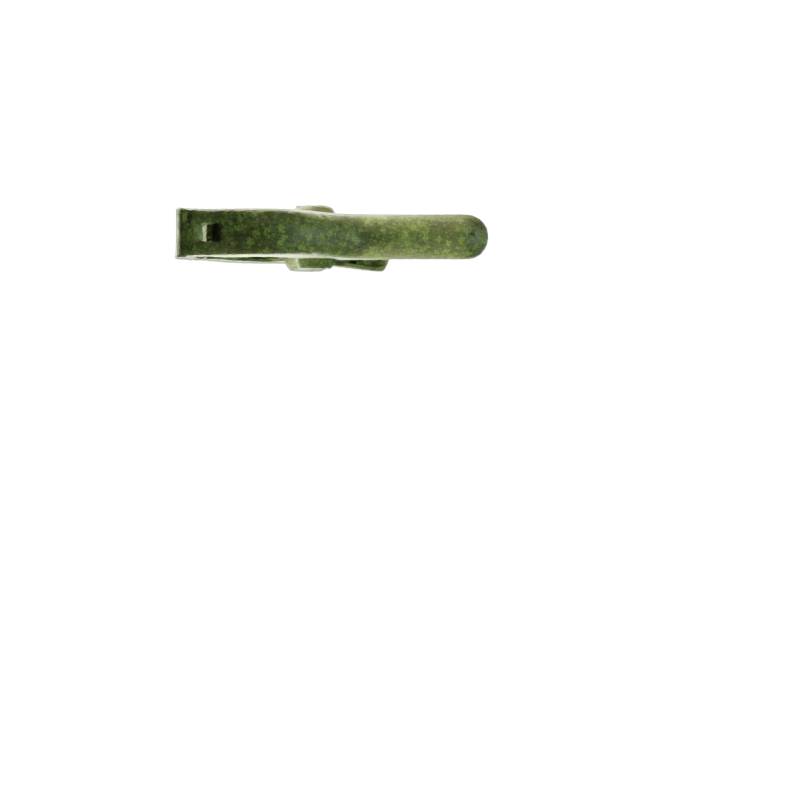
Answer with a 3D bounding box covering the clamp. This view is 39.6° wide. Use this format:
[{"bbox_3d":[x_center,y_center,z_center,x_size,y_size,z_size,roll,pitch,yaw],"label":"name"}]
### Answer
[{"bbox_3d":[-0.050,-0.091,0.640,0.167,0.040,0.121,2,-5,-20],"label":"clamp"}]
